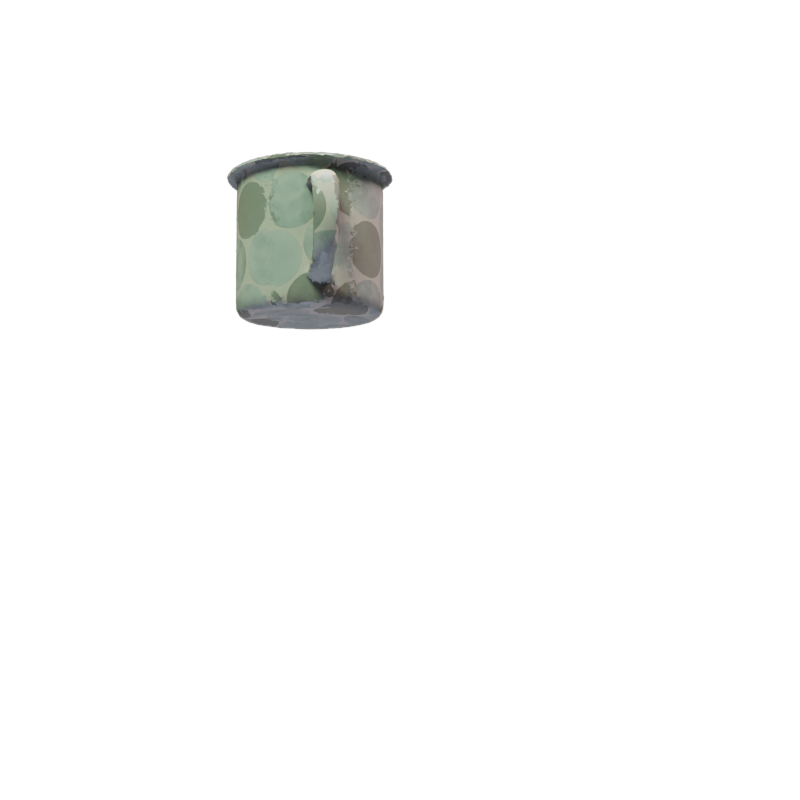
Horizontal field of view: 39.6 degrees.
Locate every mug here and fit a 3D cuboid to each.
[{"bbox_3d":[-0.047,-0.087,0.606,0.092,0.084,0.116,2,-9,-12],"label":"mug"}]
